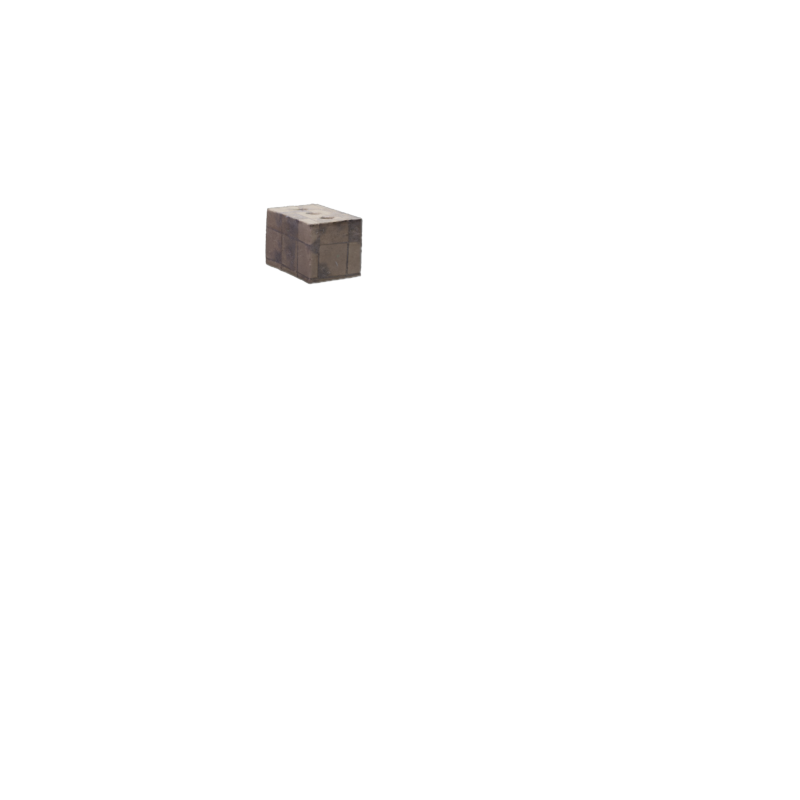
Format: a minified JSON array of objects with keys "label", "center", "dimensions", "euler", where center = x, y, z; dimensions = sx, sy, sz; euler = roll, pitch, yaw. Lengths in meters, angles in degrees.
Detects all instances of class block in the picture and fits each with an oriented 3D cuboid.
[{"label":"block","center":[-0.073,-0.134,0.937],"dimensions":[0.051,0.049,0.083],"euler":[-10,21,-32]}]
